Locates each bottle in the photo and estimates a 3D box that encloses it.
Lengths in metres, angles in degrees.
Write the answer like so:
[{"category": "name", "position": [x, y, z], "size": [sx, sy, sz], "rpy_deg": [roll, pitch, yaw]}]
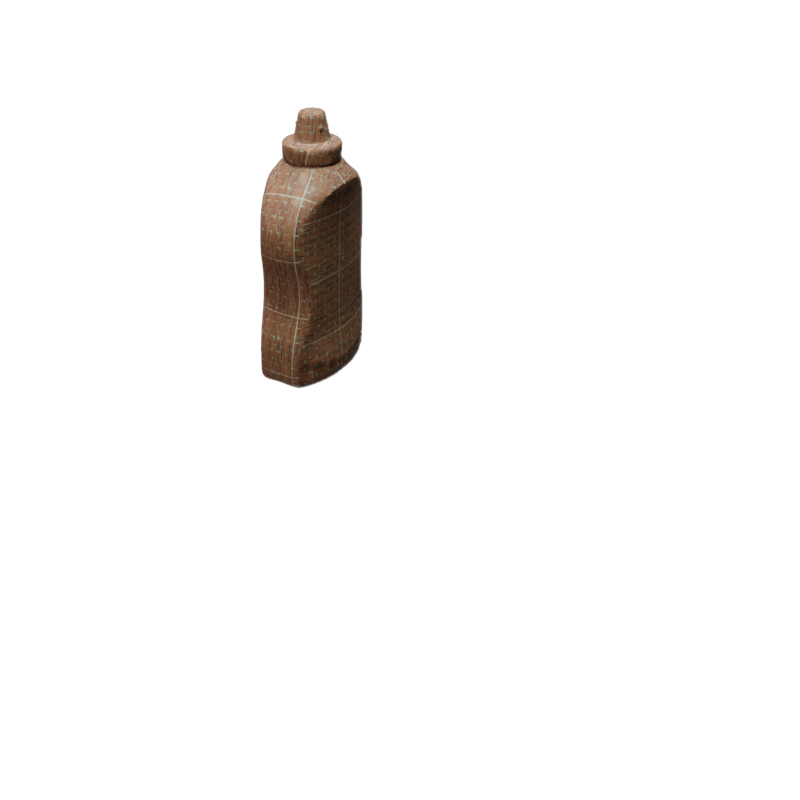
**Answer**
[{"category": "bottle", "position": [-0.062, -0.112, 0.782], "size": [0.061, 0.181, 0.097], "rpy_deg": [16, 30, 26]}]
